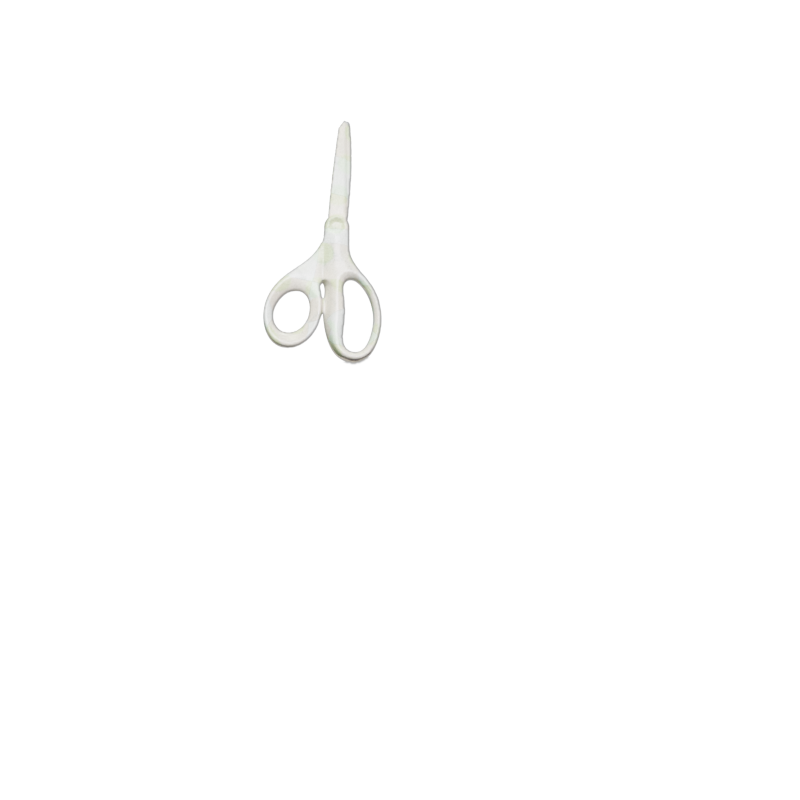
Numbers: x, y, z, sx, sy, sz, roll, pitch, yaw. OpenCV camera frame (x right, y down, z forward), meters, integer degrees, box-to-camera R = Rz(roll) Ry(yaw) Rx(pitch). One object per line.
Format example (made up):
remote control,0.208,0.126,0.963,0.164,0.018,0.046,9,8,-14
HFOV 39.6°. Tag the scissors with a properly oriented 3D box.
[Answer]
scissors,-0.066,-0.121,0.849,0.096,0.214,0.015,-11,-24,-5
